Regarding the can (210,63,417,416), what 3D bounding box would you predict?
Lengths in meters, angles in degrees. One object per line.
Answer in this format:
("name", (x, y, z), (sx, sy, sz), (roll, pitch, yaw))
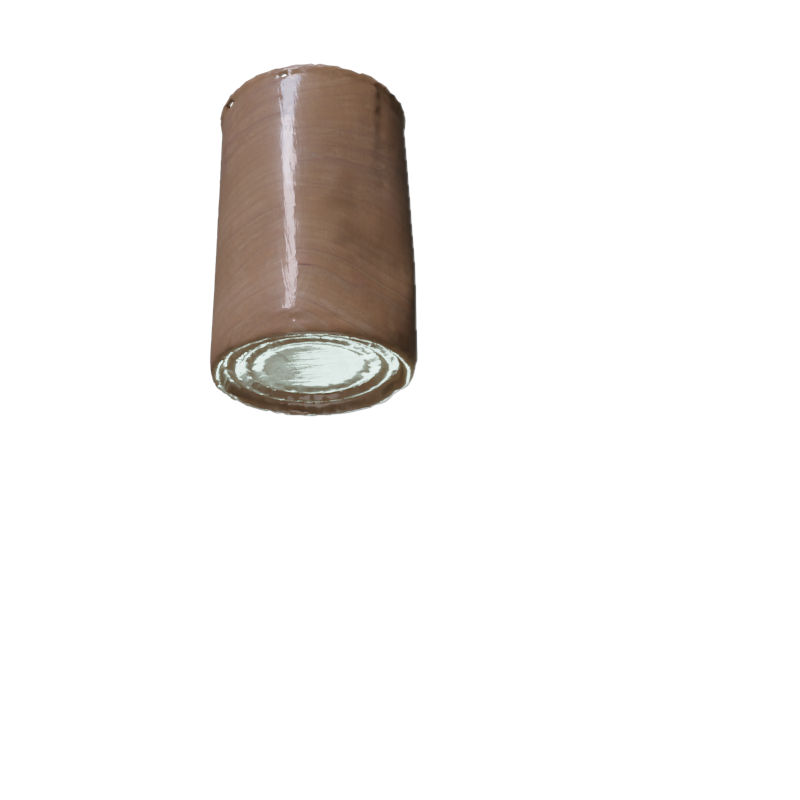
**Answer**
("can", (-0.030, -0.054, 0.381), (0.068, 0.109, 0.064), (0, -28, -2))
